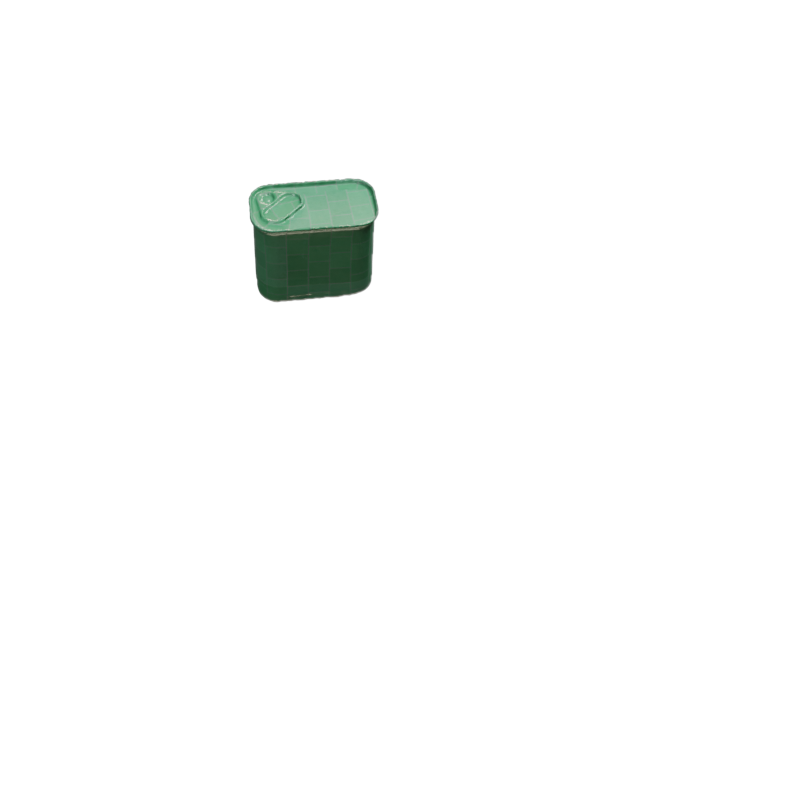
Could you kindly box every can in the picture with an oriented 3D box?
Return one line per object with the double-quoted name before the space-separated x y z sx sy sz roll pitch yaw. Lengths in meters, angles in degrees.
"can" -0.071 -0.129 0.907 0.101 0.062 0.078 -5 -42 -6
